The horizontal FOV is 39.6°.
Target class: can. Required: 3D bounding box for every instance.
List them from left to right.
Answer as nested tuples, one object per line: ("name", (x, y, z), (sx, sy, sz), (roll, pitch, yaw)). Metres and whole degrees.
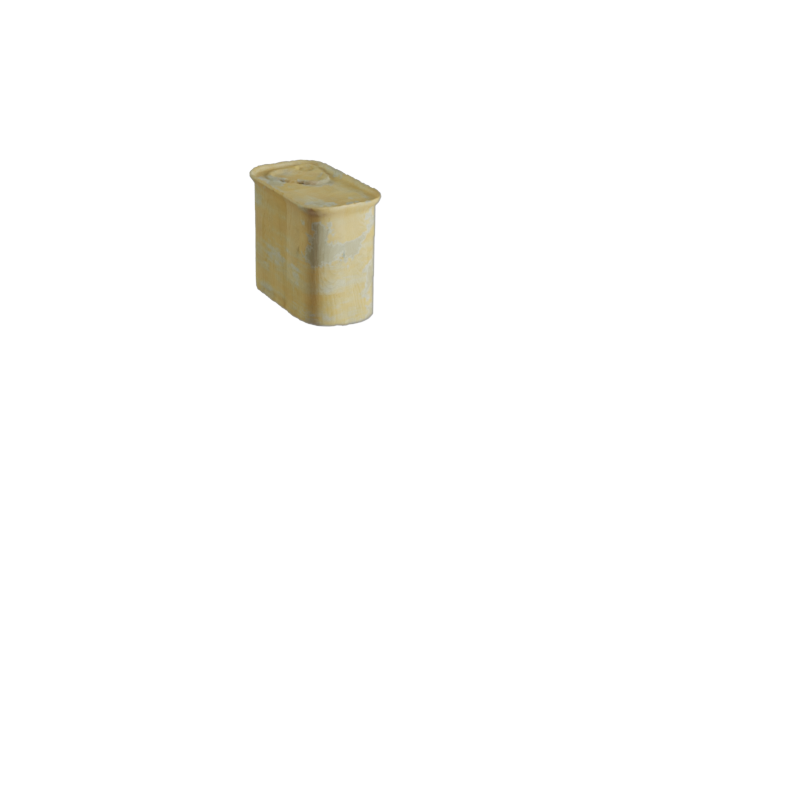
("can", (-0.057, -0.105, 0.733), (0.056, 0.080, 0.109), (-13, 29, -29))
